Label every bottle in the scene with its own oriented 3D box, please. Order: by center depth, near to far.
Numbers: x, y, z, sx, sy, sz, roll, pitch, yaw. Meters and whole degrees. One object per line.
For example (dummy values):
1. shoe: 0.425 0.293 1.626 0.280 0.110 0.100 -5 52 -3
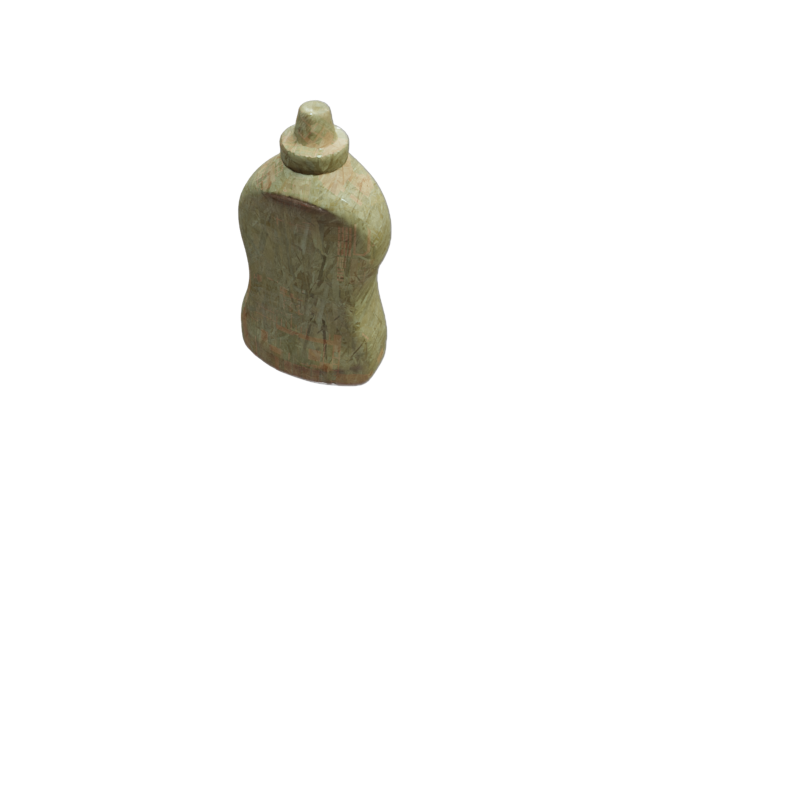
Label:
1. bottle: -0.054 -0.099 0.689 0.100 0.179 0.060 20 43 19
